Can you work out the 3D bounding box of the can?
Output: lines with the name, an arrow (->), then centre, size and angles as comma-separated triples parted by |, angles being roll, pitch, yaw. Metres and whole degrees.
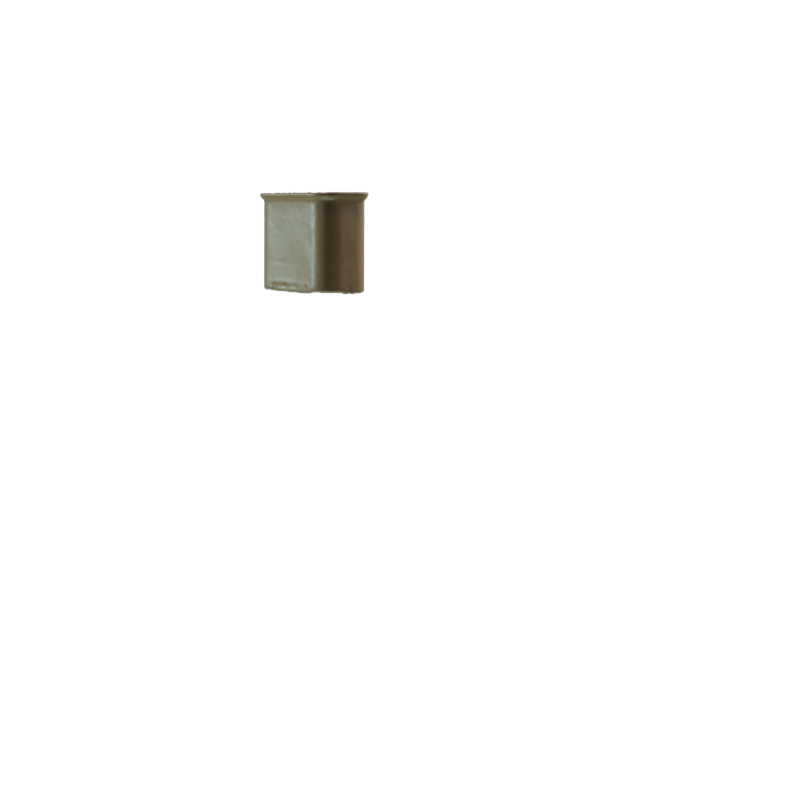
can -> -0.074, -0.134, 0.941 | 0.055, 0.083, 0.107 | -4, 8, -40
